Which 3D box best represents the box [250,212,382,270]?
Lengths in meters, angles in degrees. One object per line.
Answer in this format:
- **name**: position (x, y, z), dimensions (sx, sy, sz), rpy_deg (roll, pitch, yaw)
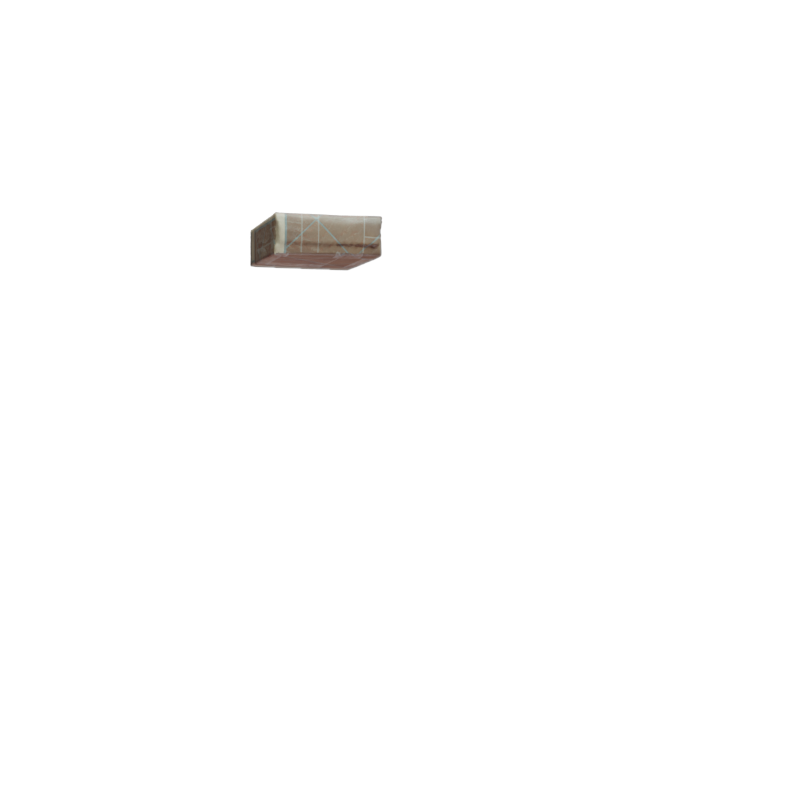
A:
- **box**: position (-0.059, -0.108, 0.755), dimensions (0.072, 0.030, 0.090), rpy_deg (0, -1, -16)
